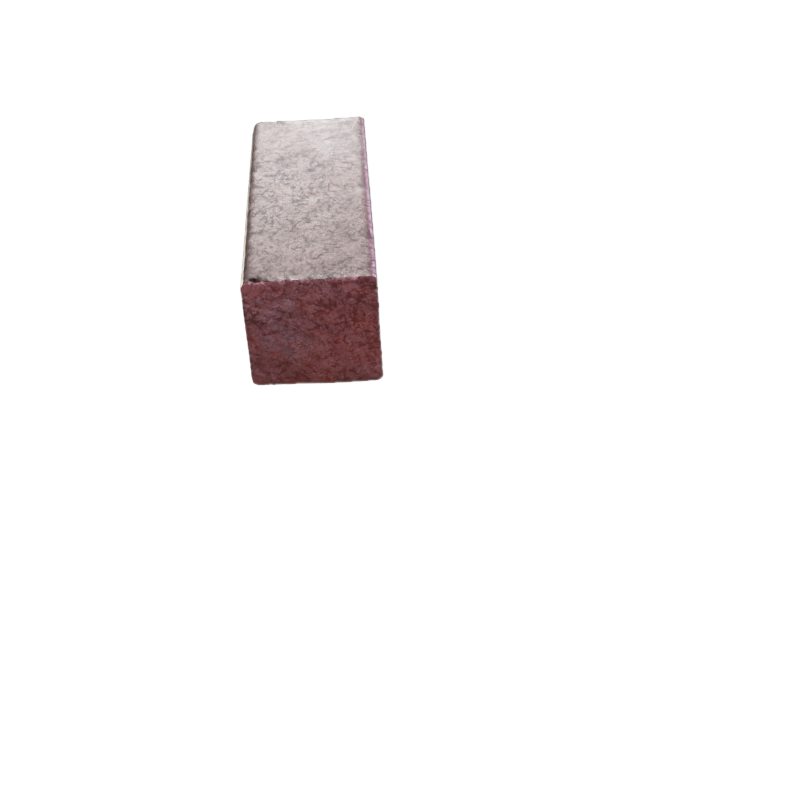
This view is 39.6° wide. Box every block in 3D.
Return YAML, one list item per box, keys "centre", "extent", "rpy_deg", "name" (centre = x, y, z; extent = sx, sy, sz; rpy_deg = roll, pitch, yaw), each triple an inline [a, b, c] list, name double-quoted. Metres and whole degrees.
- centre: [-0.064, -0.115, 0.804]
  extent: [0.090, 0.084, 0.221]
  rpy_deg: [-4, 40, -1]
  name: "block"
